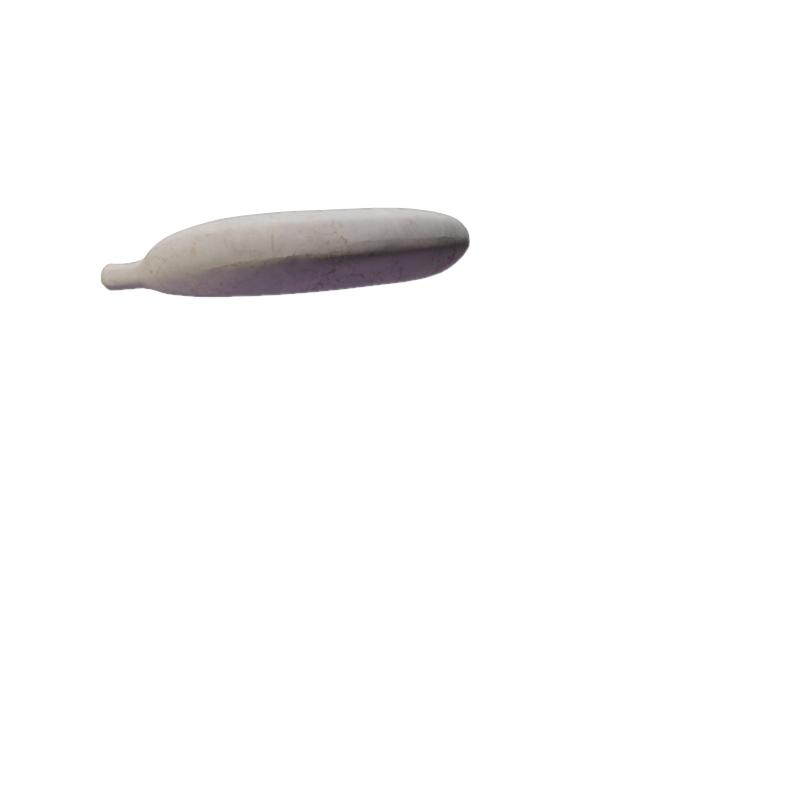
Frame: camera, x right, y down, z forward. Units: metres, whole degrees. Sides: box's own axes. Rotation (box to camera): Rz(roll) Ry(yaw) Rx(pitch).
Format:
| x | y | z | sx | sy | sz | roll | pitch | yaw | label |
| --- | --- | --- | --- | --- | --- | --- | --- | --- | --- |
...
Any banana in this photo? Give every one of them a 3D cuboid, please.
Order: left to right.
| x | y | z | sx | sy | sz | roll | pitch | yaw | label |
| --- | --- | --- | --- | --- | --- | --- | --- | --- | --- |
| -0.035 | -0.072 | 0.519 | 0.192 | 0.036 | 0.073 | -8 | 15 | -29 | banana |
